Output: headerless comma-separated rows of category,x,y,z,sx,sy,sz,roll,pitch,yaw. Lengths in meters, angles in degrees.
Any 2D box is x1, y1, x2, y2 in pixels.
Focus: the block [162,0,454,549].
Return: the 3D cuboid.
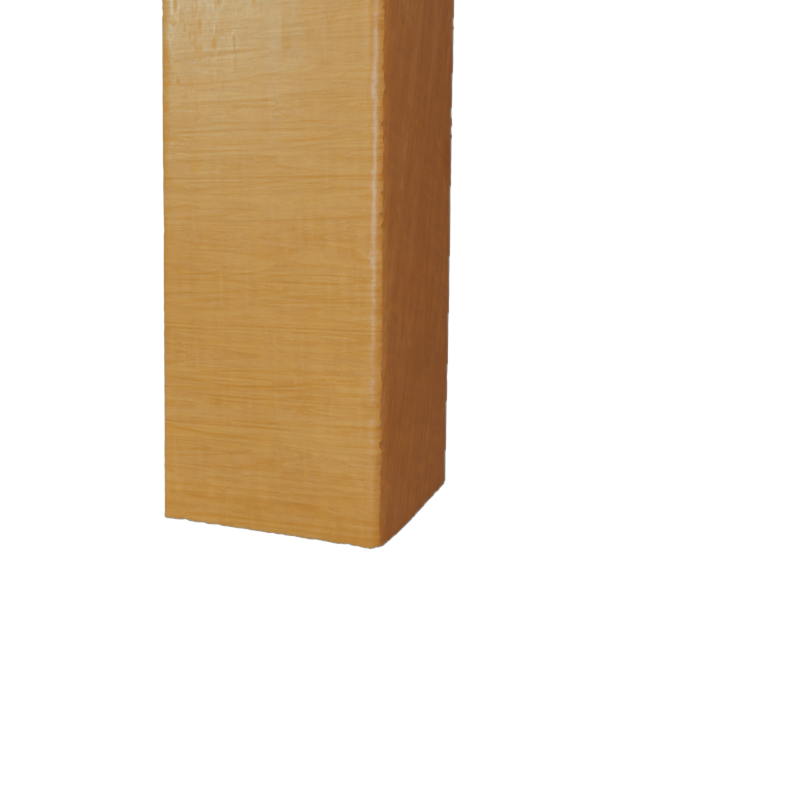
block,-0.034,-0.062,0.435,0.093,0.203,0.089,3,7,20
